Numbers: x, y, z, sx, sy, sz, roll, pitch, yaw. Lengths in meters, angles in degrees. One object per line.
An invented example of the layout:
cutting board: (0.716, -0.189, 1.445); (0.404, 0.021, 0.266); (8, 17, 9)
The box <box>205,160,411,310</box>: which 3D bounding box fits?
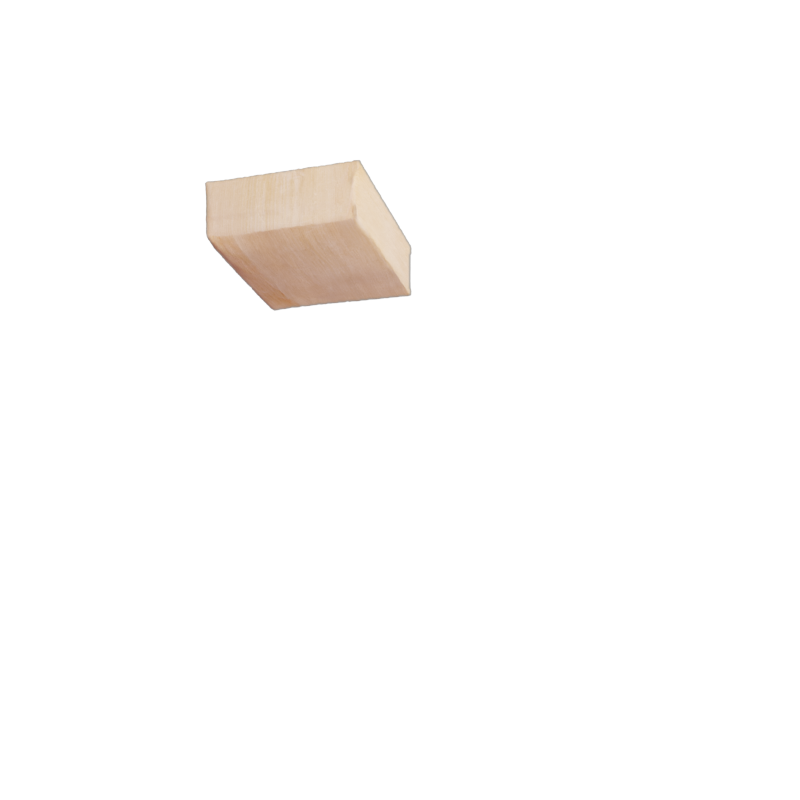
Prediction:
box: (-0.050, -0.090, 0.631); (0.091, 0.041, 0.106); (-5, -19, 15)
